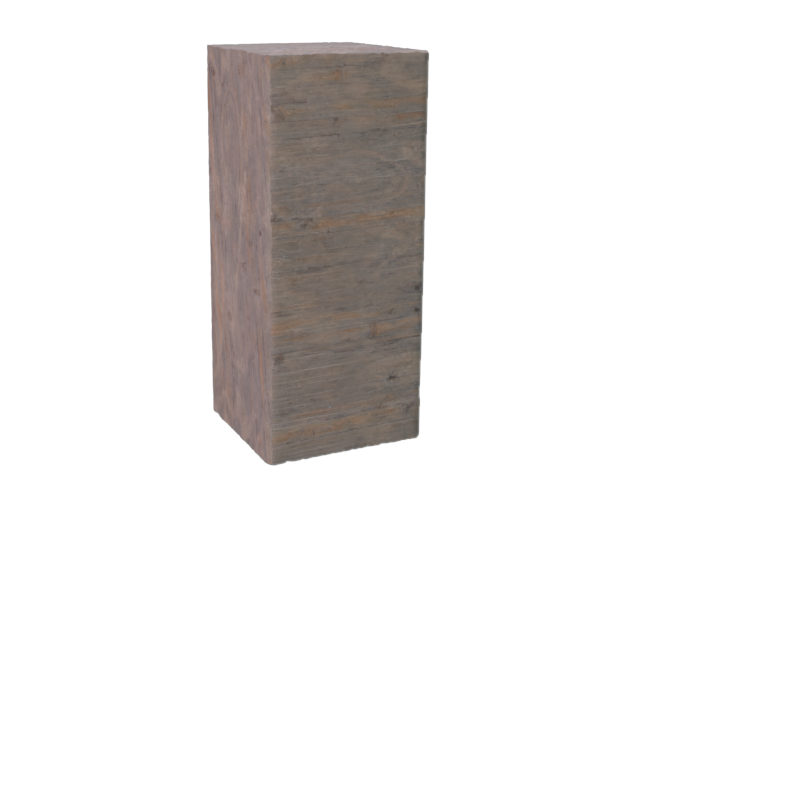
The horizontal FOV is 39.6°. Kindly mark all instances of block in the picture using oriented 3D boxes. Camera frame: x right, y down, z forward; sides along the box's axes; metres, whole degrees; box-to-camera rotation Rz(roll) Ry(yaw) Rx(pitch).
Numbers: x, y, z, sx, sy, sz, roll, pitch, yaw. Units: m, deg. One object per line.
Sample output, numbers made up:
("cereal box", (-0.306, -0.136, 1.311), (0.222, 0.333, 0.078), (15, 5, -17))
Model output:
("block", (-0.047, -0.085, 0.594), (0.088, 0.199, 0.095), (-7, 17, -27))
